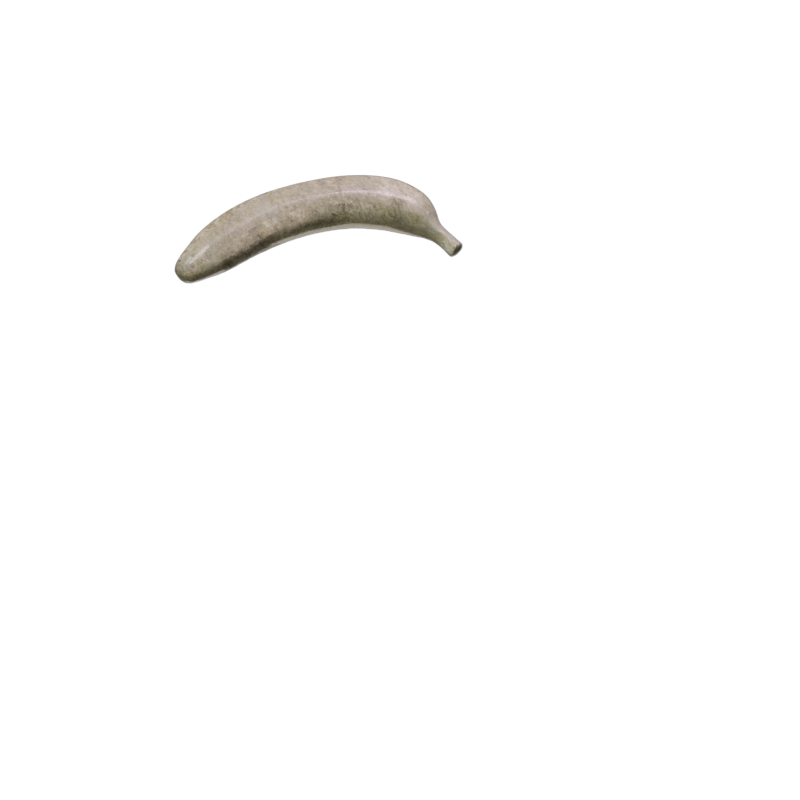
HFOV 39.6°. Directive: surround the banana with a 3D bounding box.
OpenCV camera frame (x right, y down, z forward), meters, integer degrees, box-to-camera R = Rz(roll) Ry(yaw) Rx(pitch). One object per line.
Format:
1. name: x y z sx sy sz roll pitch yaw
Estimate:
1. banana: -0.059 -0.123 0.766 0.196 0.075 0.034 -8 -41 -7
